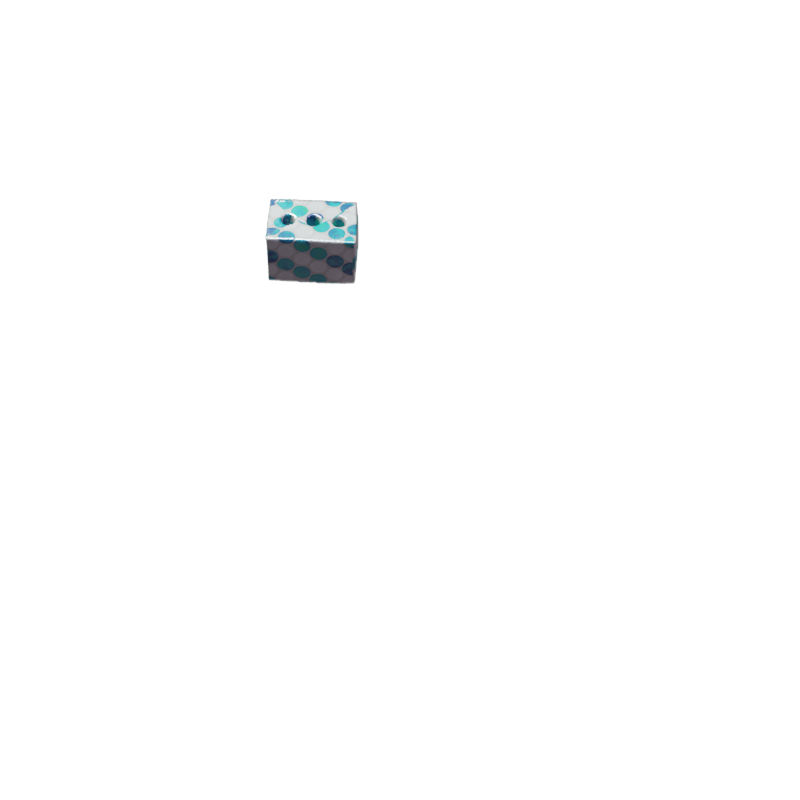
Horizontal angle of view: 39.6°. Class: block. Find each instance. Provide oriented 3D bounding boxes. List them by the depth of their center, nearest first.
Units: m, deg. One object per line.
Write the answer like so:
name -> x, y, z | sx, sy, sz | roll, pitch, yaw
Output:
block -> -0.075, -0.137, 0.960 | 0.078, 0.056, 0.048 | 2, -43, 1
